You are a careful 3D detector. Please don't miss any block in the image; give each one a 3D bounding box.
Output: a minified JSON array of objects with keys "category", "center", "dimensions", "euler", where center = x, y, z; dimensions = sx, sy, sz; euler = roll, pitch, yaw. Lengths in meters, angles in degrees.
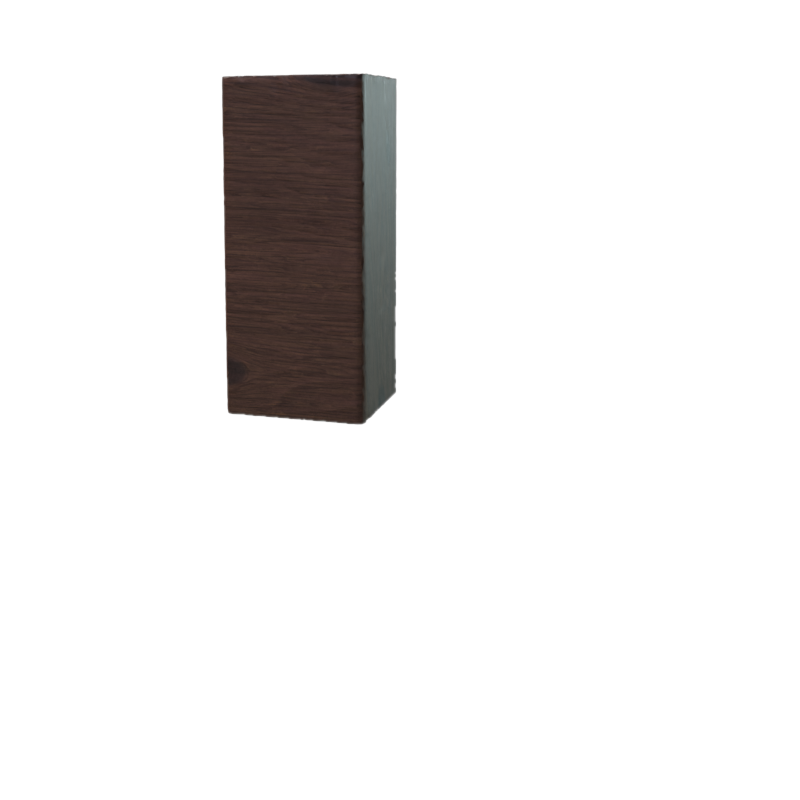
[{"category":"block","center":[-0.055,-0.100,0.698],"dimensions":[0.093,0.203,0.090],"euler":[3,8,15]}]
